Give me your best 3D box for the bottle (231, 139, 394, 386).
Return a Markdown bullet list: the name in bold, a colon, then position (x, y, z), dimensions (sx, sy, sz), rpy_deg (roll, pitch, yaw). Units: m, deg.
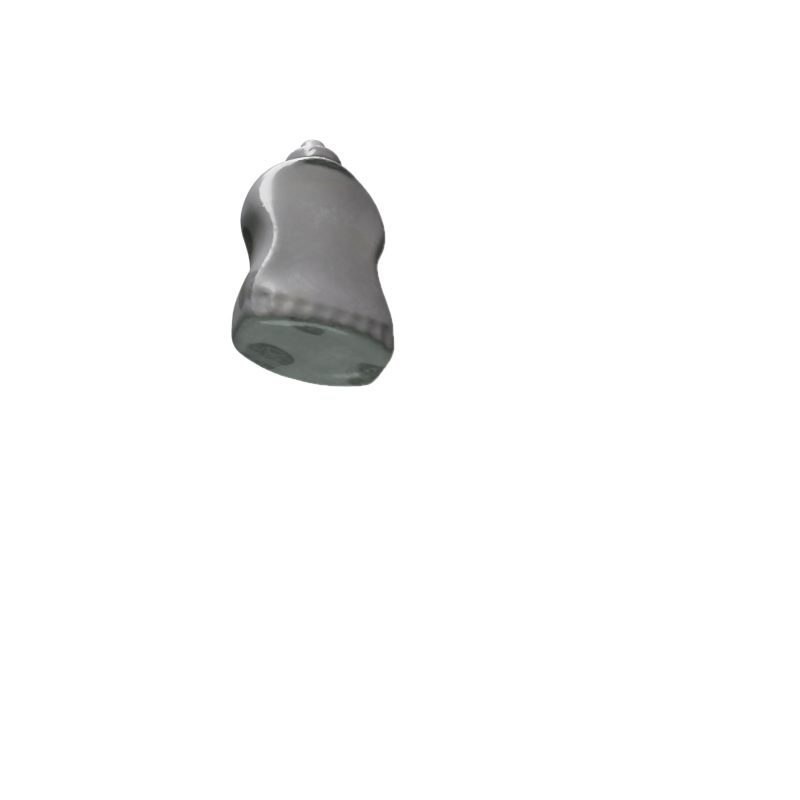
- **bottle**: position (-0.056, -0.102, 0.716), dimensions (0.093, 0.206, 0.056), rpy_deg (12, -44, -17)
